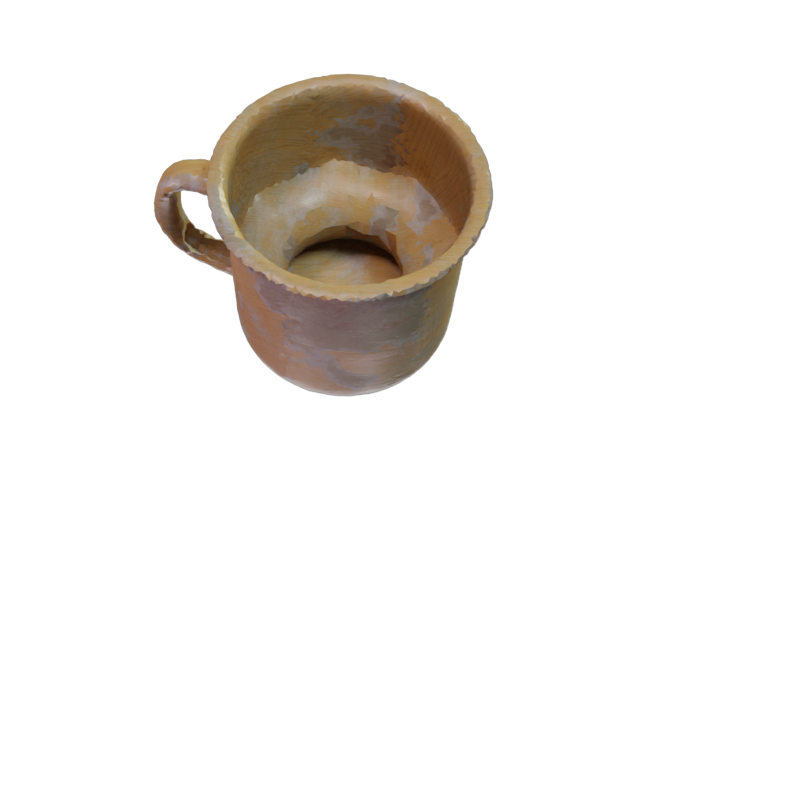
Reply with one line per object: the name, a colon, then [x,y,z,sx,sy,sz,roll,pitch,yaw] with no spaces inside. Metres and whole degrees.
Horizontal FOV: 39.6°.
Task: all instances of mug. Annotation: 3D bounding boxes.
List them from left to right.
mug: [-0.031,-0.056,0.394,0.118,0.098,0.076,10,-31,5]
